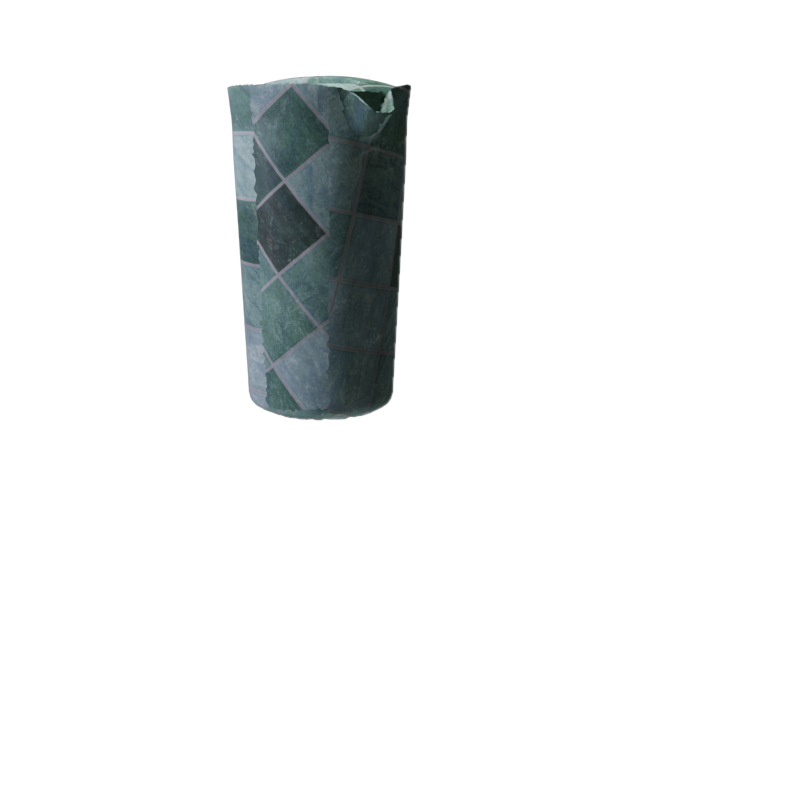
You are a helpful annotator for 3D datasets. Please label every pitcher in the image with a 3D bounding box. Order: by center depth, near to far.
[{"bbox_3d":[-0.065,-0.118,0.825,0.147,0.239,0.150,2,9,10],"label":"pitcher"}]
